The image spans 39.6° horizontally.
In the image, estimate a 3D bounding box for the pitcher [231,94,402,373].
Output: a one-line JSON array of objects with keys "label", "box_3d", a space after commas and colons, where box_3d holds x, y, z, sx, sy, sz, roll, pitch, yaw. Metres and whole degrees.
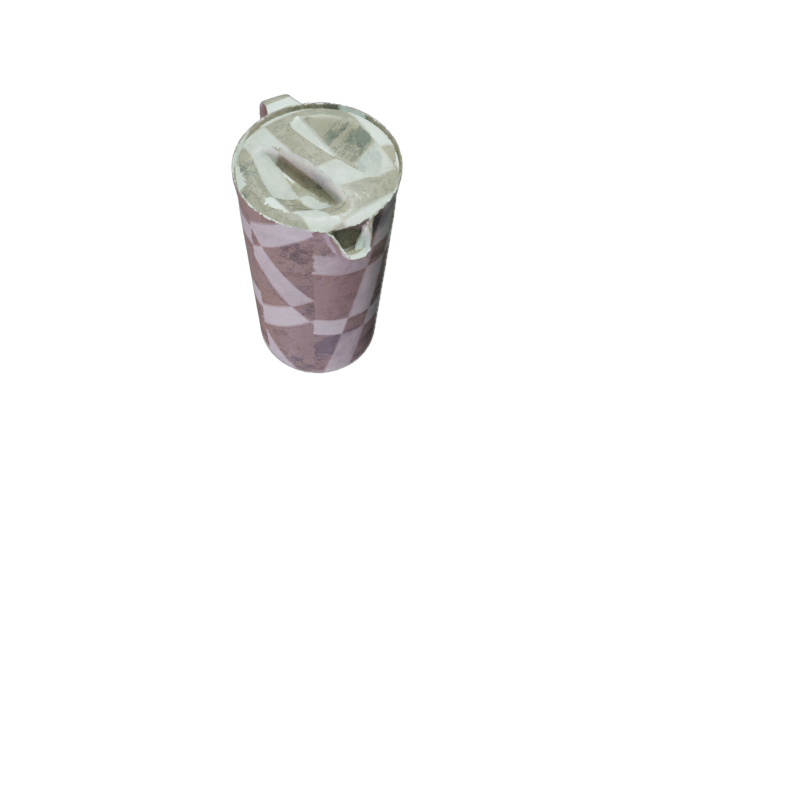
[{"label": "pitcher", "box_3d": [-0.075, -0.136, 0.955, 0.148, 0.156, 0.227, 18, -32, 8]}]
